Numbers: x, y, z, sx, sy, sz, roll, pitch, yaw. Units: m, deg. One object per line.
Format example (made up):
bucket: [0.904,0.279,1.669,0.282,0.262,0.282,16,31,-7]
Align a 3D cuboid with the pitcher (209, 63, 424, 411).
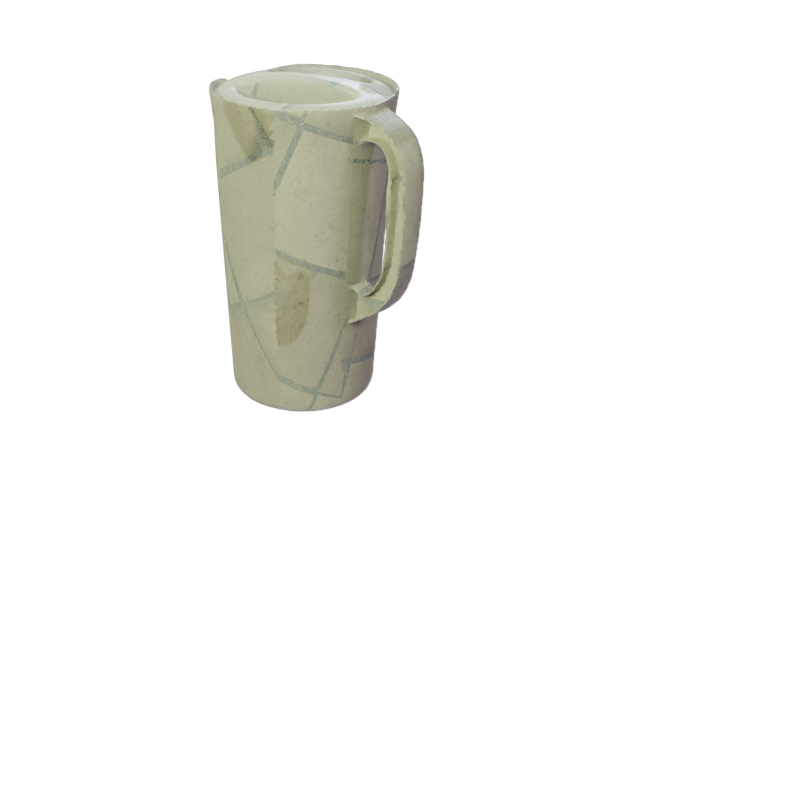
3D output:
pitcher: [-0.063,-0.115,0.808,0.145,0.231,0.157,0,25,-3]
